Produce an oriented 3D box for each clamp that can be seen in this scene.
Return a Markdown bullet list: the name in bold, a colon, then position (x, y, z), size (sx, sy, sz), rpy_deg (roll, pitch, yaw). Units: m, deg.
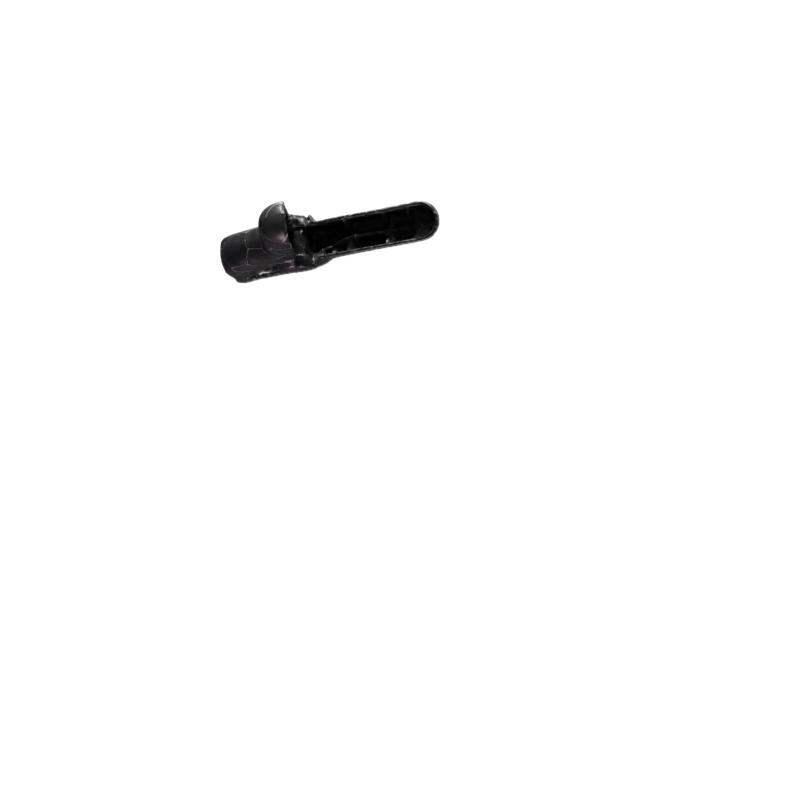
- **clamp**: position (-0.056, -0.103, 0.720), size (0.117, 0.040, 0.175), rpy_deg (0, -1, -24)
